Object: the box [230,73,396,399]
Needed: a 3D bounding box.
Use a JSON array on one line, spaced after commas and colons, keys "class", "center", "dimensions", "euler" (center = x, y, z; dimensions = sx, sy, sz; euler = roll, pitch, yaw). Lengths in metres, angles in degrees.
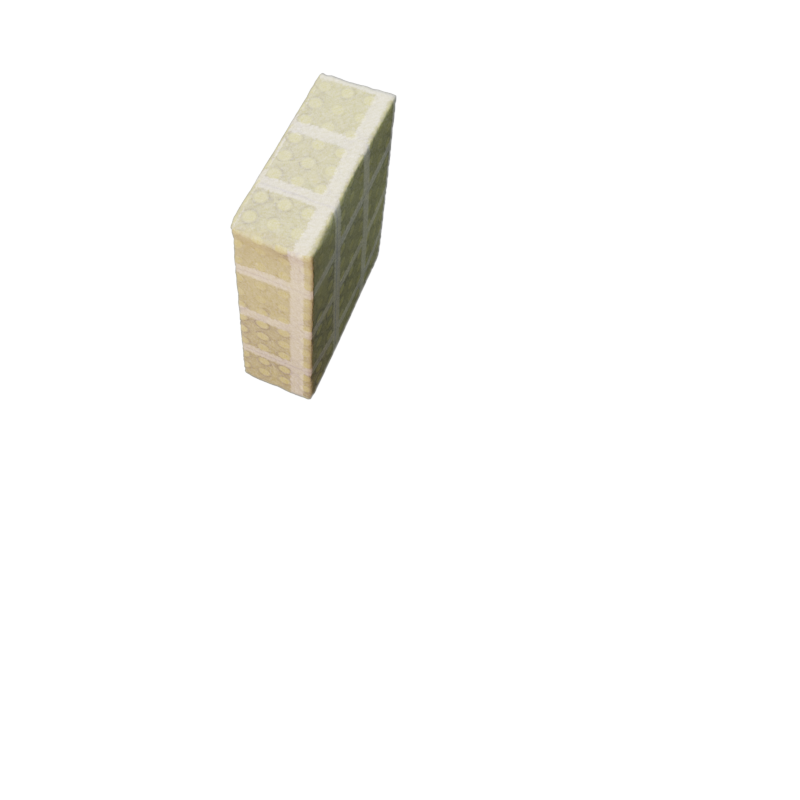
[{"class": "box", "center": [-0.069, -0.126, 0.879], "dimensions": [0.073, 0.171, 0.201], "euler": [19, -30, 7]}]
